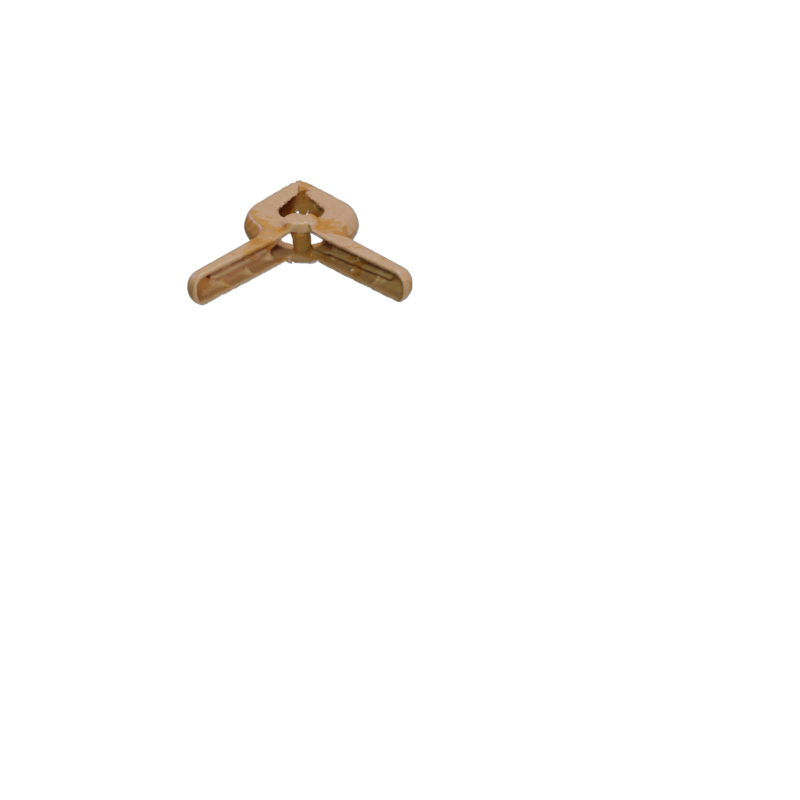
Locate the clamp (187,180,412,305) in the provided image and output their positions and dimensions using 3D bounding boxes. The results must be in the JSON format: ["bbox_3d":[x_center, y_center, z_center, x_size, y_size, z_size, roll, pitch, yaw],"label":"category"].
[{"bbox_3d":[-0.070,-0.127,0.890,0.166,0.034,0.221,2,29,4],"label":"clamp"}]
